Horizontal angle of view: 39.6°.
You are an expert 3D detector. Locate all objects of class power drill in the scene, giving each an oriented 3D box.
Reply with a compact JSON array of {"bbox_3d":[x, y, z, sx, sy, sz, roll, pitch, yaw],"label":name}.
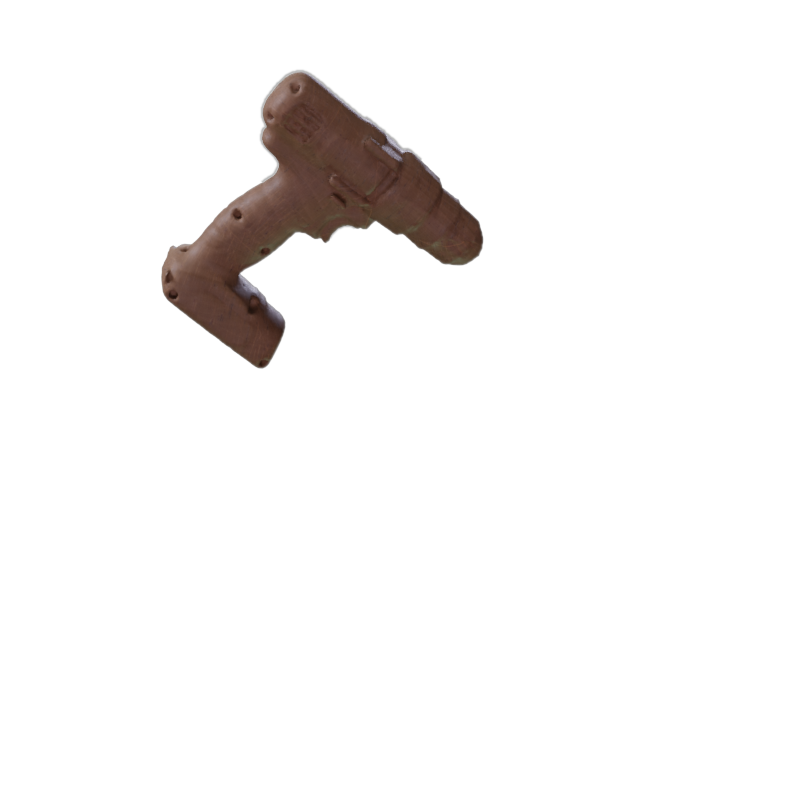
[{"bbox_3d":[-0.061,-0.111,0.775,0.177,0.185,0.060,40,18,-17],"label":"power drill"}]
